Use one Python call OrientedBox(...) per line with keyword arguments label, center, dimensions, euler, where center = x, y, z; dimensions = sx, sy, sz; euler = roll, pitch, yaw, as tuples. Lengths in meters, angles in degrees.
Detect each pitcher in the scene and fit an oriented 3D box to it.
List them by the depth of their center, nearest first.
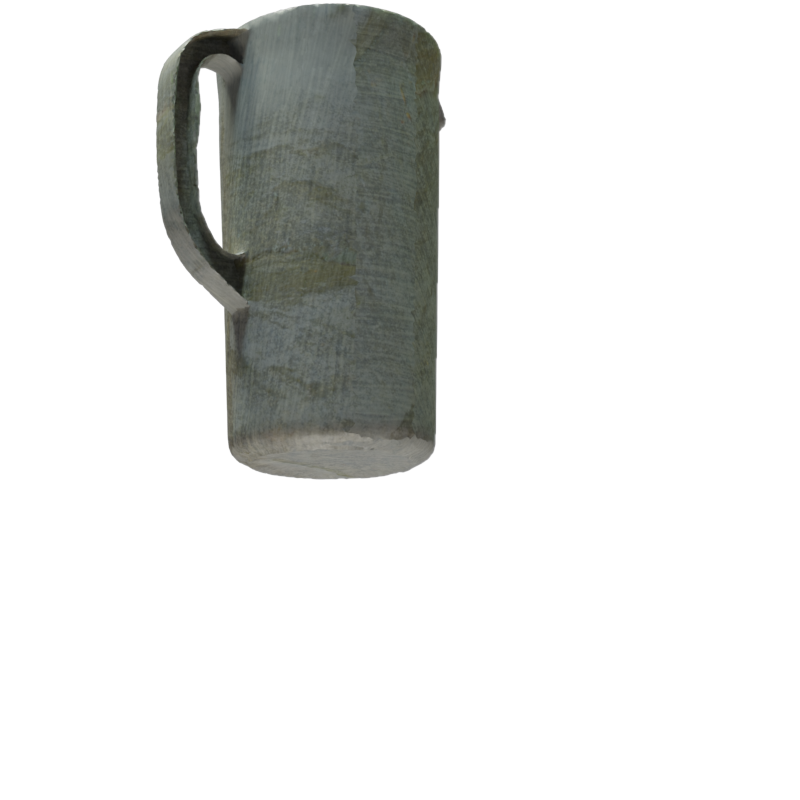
OrientedBox(label="pitcher", center=(-0.048, -0.087, 0.609), dimensions=(0.150, 0.255, 0.137), euler=(-4, -19, 7))
